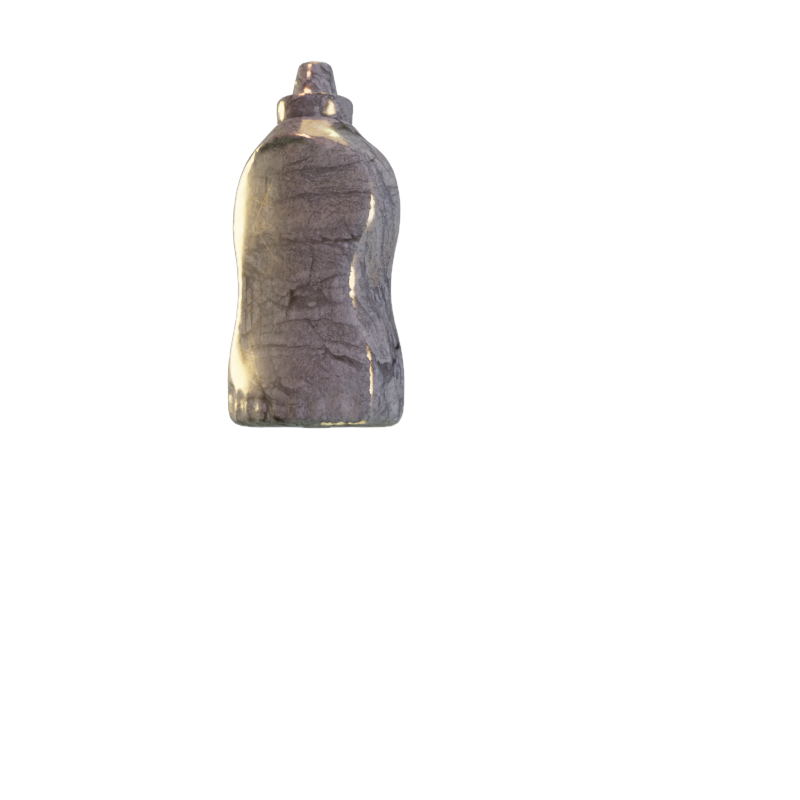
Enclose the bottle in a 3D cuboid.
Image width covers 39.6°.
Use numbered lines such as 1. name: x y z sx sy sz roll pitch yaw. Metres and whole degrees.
1. bottle: -0.045 -0.083 0.580 0.099 0.196 0.055 -6 -10 38
